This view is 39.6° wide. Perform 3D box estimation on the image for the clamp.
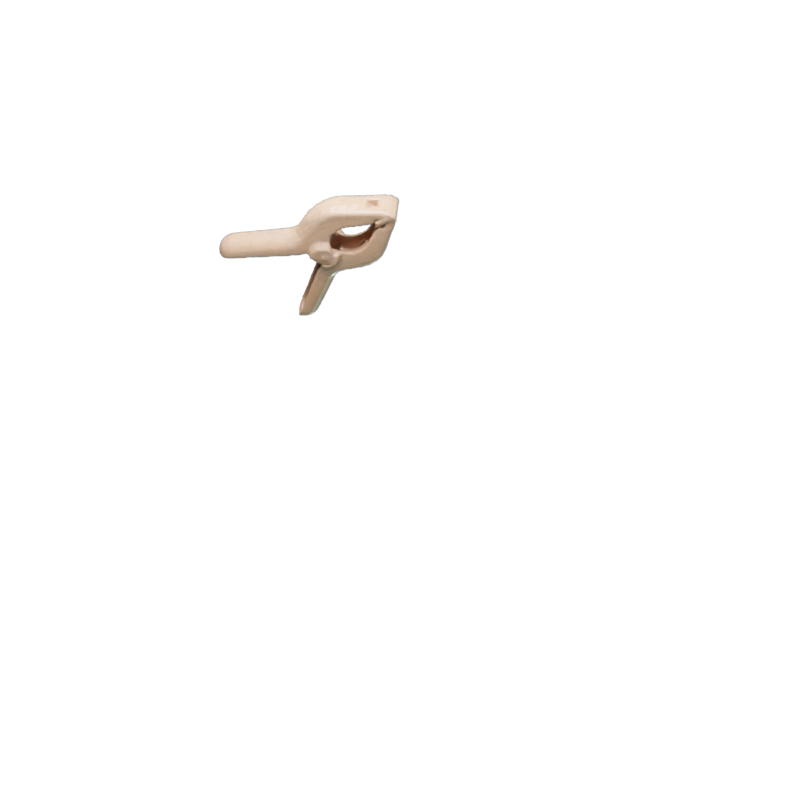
[{"bbox_3d":[-0.078,-0.143,0.999,0.113,0.042,0.169,27,-44,-32],"label":"clamp"}]
